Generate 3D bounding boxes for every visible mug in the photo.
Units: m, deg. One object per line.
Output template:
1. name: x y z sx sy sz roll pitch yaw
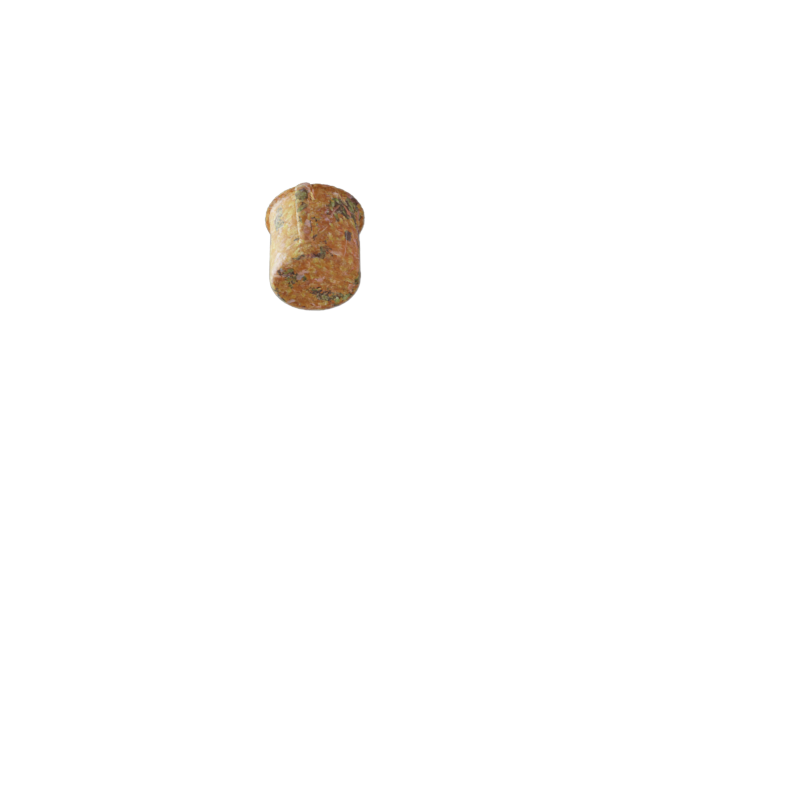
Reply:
1. mug: -0.078 -0.142 0.995 0.094 0.087 0.108 -4 -39 3
